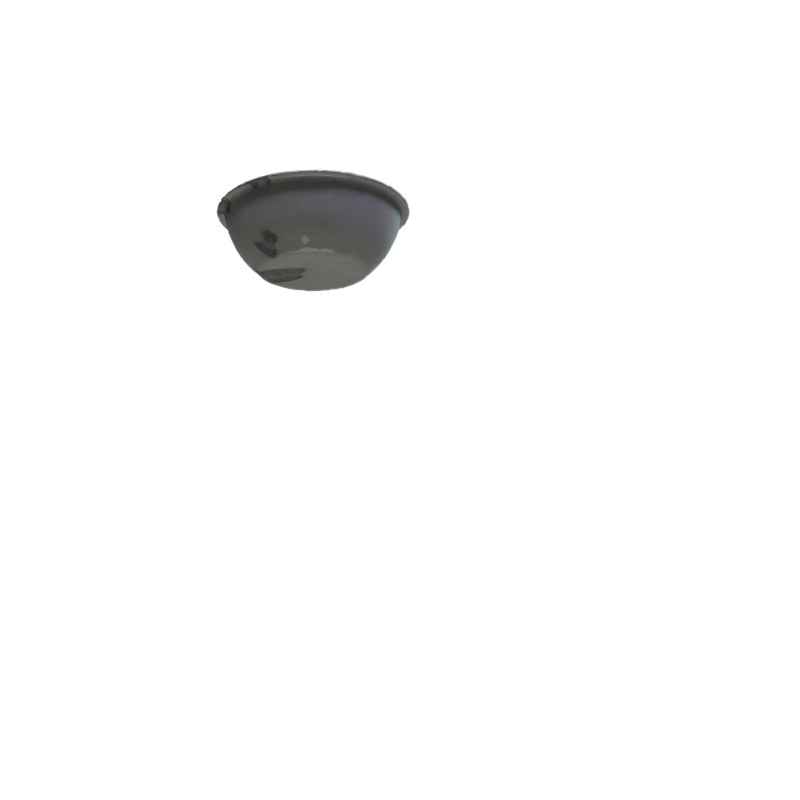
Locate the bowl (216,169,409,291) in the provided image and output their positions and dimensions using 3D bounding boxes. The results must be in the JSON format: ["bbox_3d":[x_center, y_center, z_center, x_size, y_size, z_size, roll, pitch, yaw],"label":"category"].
[{"bbox_3d":[-0.072,-0.131,0.920,0.162,0.058,0.155,0,-16,-2],"label":"bowl"}]
